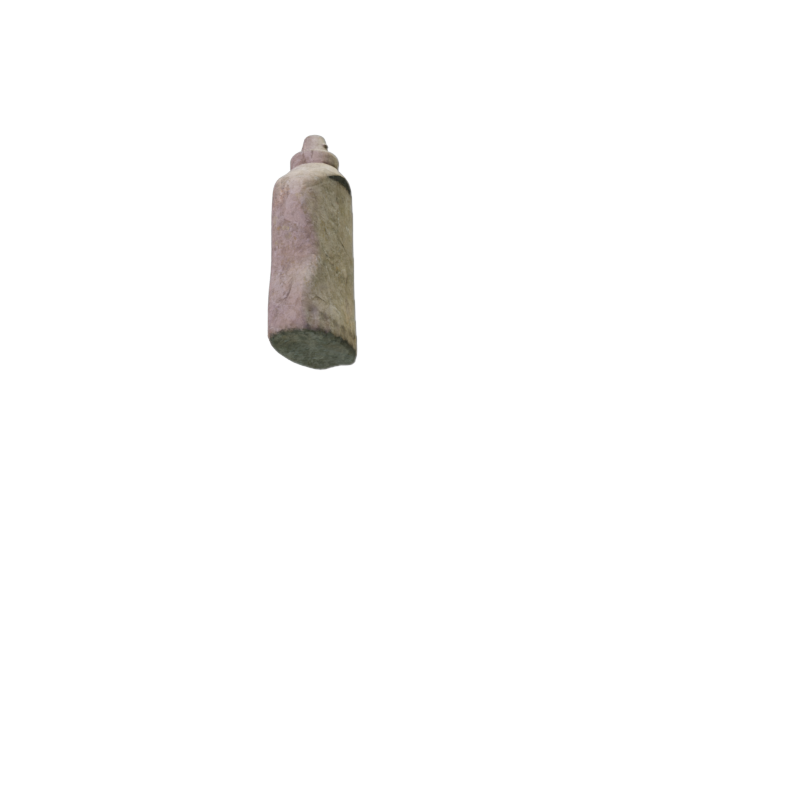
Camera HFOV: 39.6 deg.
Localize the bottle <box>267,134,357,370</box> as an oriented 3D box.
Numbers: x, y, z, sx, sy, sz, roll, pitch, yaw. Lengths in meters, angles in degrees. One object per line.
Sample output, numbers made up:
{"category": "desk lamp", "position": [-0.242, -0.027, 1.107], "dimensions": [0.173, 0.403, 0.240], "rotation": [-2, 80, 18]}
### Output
{"category": "bottle", "position": [-0.070, -0.128, 0.897], "dimensions": [0.059, 0.202, 0.089], "rotation": [-13, -26, 24]}
